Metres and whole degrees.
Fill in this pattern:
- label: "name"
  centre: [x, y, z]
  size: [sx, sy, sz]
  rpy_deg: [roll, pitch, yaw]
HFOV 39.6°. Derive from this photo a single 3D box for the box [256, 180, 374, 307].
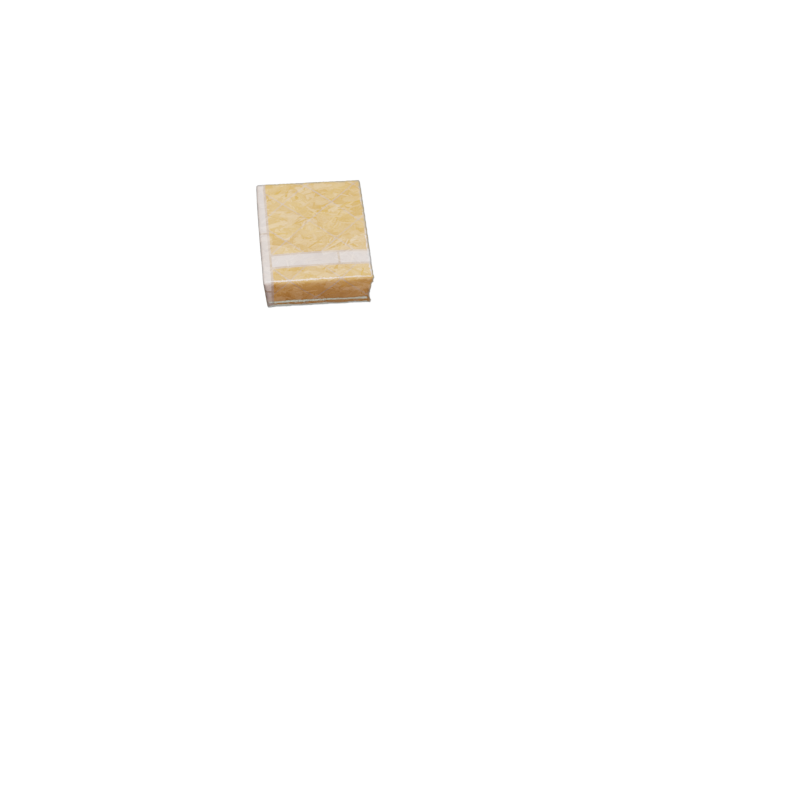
- label: "box"
  centre: [-0.073, -0.133, 0.928]
  size: [0.089, 0.122, 0.036]
  rpy_deg: [-5, -36, -4]
